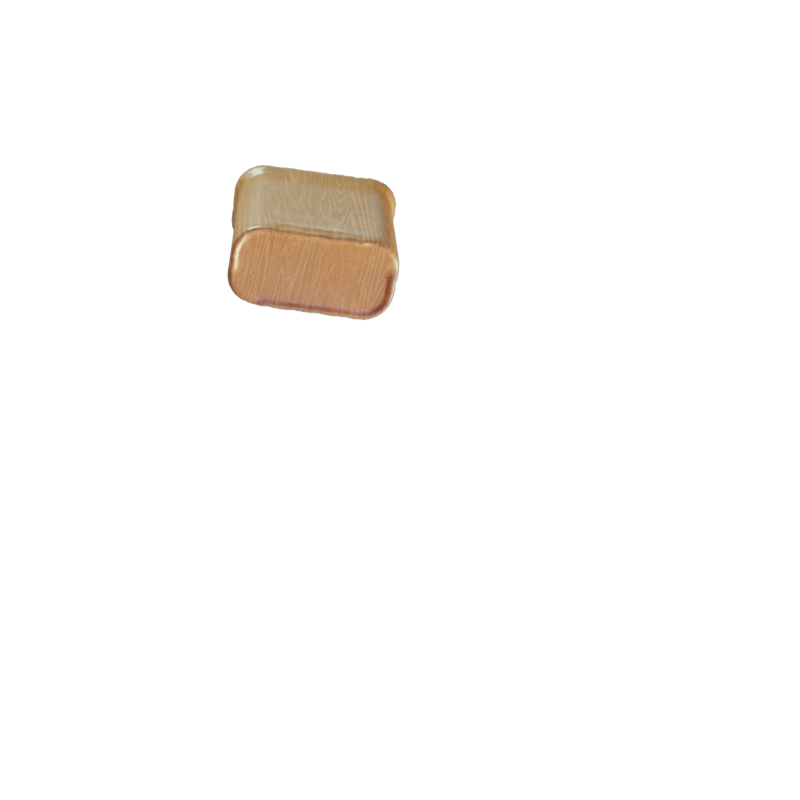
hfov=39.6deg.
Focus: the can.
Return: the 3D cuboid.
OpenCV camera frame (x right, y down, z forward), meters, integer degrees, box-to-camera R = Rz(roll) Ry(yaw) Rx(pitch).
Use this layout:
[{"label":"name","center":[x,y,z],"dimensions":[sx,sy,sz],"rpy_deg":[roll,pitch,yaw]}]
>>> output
[{"label":"can","center":[-0.052,-0.095,0.663],"dimensions":[0.101,0.054,0.089],"rpy_deg":[6,31,-6]}]
